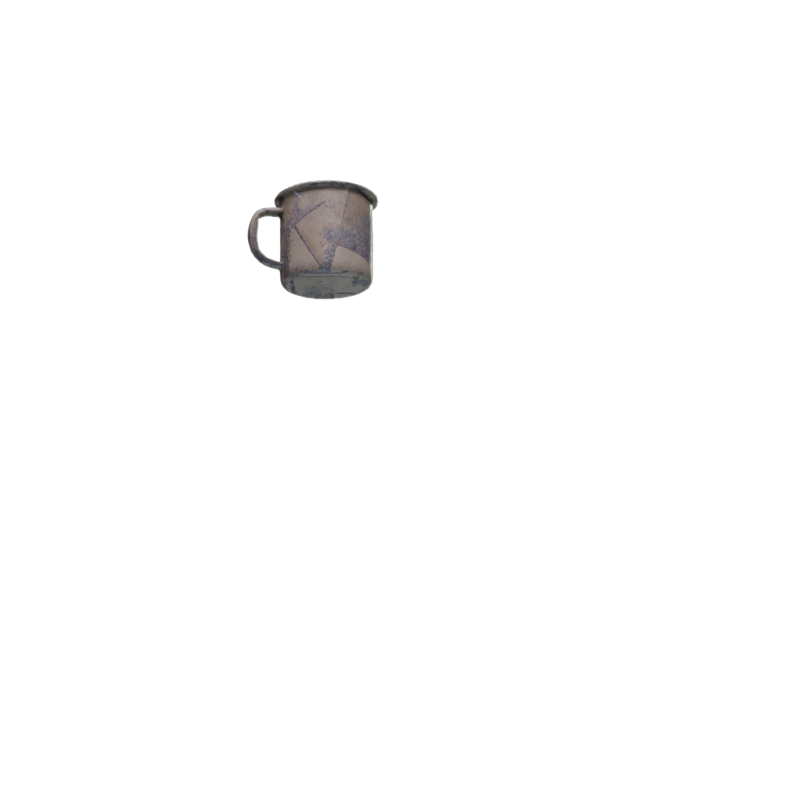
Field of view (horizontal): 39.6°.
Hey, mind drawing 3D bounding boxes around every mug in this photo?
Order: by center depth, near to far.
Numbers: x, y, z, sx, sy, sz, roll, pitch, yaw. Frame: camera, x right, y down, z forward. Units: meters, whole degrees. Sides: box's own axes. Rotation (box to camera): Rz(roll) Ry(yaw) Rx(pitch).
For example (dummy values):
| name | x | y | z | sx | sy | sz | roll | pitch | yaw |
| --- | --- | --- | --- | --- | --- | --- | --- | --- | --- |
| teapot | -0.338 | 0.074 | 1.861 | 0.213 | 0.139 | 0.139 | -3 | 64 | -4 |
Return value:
| name | x | y | z | sx | sy | sz | roll | pitch | yaw |
| --- | --- | --- | --- | --- | --- | --- | --- | --- | --- |
| mug | -0.076 | -0.139 | 0.976 | 0.114 | 0.085 | 0.092 | 5 | -18 | -17 |
